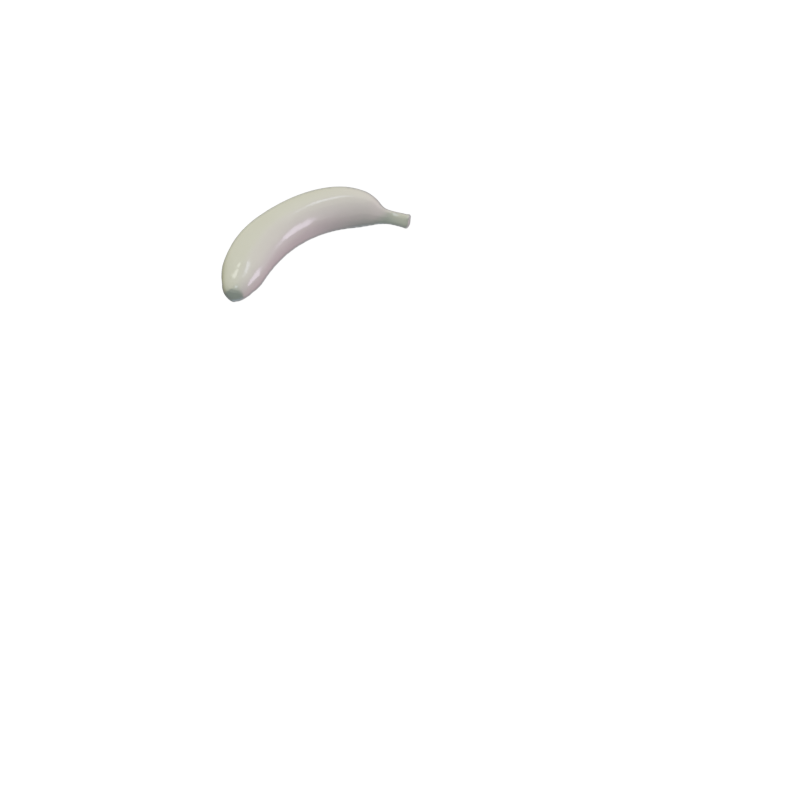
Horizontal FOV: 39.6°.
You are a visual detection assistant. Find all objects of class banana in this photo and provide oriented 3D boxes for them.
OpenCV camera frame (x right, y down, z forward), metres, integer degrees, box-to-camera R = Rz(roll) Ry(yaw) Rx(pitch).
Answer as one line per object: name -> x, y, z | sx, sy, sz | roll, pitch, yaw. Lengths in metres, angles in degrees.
banana -> -0.078, -0.132, 0.872 | 0.074, 0.034, 0.197 | 26, 41, 34
